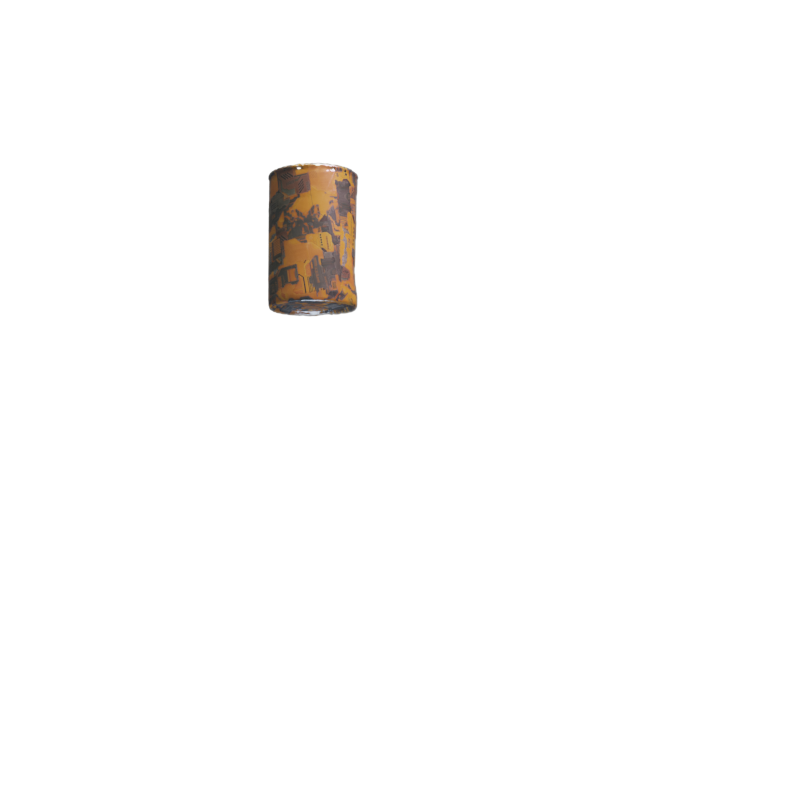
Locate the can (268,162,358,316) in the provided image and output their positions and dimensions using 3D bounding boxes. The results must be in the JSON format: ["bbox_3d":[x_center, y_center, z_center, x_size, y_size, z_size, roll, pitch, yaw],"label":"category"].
[{"bbox_3d":[-0.065,-0.118,0.827,0.068,0.105,0.067,0,-11,-2],"label":"can"}]
